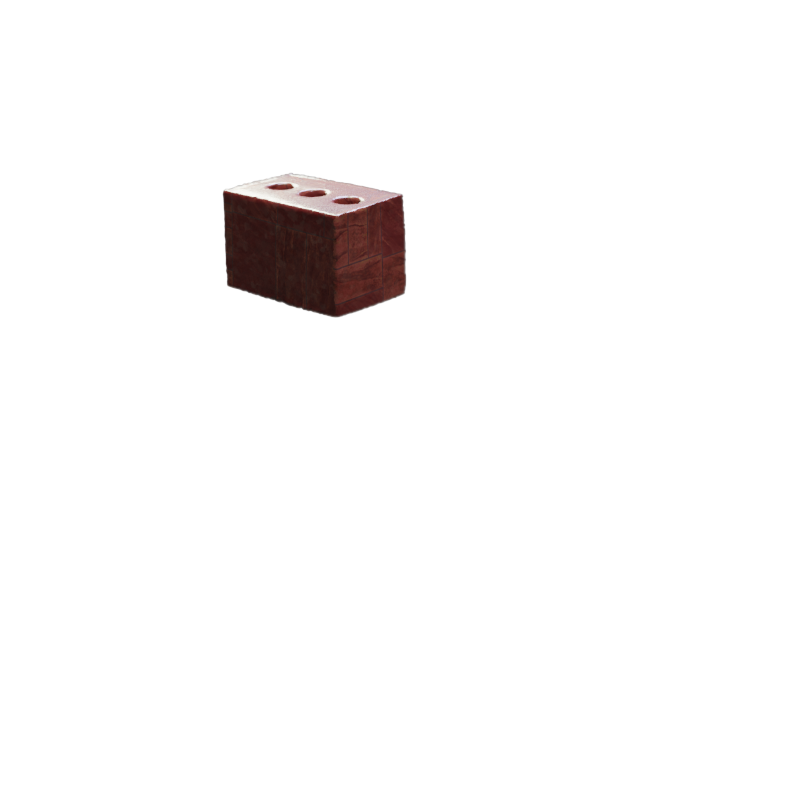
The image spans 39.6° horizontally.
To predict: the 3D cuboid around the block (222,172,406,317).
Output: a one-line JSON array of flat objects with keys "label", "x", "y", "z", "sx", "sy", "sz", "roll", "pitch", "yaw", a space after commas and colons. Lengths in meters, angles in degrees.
[{"label": "block", "x": -0.043, "y": -0.078, "z": 0.548, "sx": 0.082, "sy": 0.049, "sz": 0.052, "roll": 17, "pitch": 26, "yaw": 37}]
